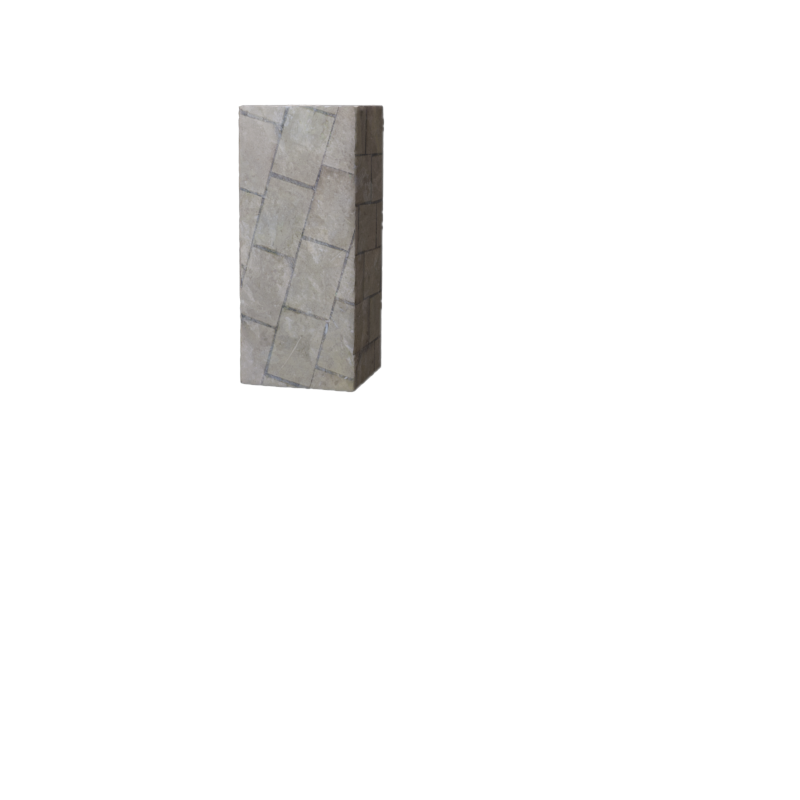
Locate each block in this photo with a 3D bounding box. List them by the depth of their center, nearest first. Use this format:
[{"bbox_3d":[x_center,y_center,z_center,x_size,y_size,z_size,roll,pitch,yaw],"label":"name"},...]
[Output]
[{"bbox_3d":[-0.065,-0.120,0.838,0.092,0.203,0.090,3,8,15],"label":"block"}]
